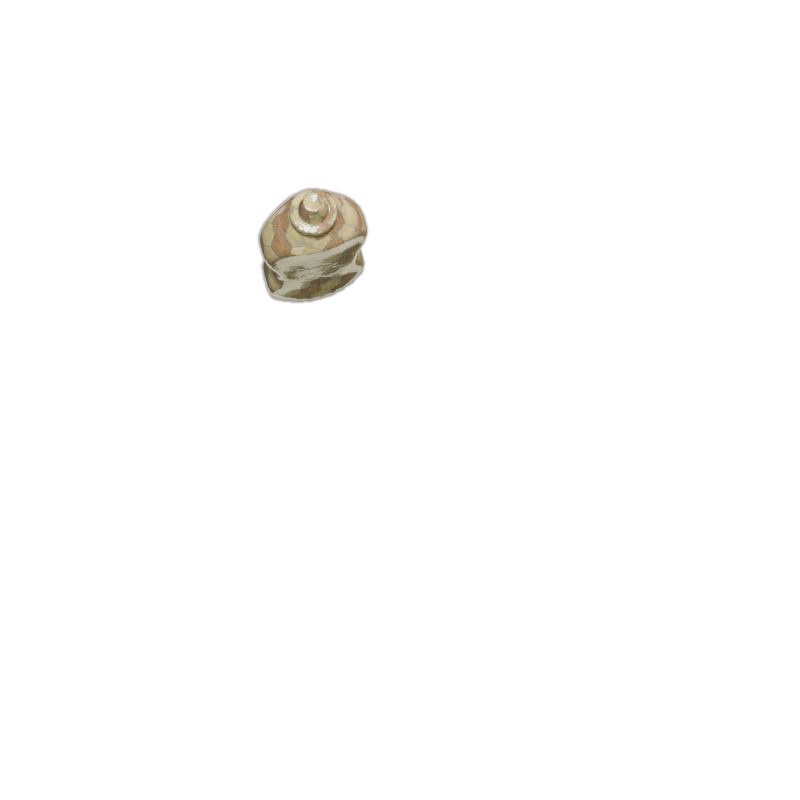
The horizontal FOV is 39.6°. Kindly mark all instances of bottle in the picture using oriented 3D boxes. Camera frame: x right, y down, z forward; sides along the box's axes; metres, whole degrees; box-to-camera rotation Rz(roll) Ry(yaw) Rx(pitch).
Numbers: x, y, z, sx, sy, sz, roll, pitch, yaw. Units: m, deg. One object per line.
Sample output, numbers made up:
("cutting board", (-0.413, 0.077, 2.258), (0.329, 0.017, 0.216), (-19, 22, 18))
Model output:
("bottle", (-0.078, -0.143, 1.000), (0.096, 0.061, 0.185), (-14, -11, -7))
